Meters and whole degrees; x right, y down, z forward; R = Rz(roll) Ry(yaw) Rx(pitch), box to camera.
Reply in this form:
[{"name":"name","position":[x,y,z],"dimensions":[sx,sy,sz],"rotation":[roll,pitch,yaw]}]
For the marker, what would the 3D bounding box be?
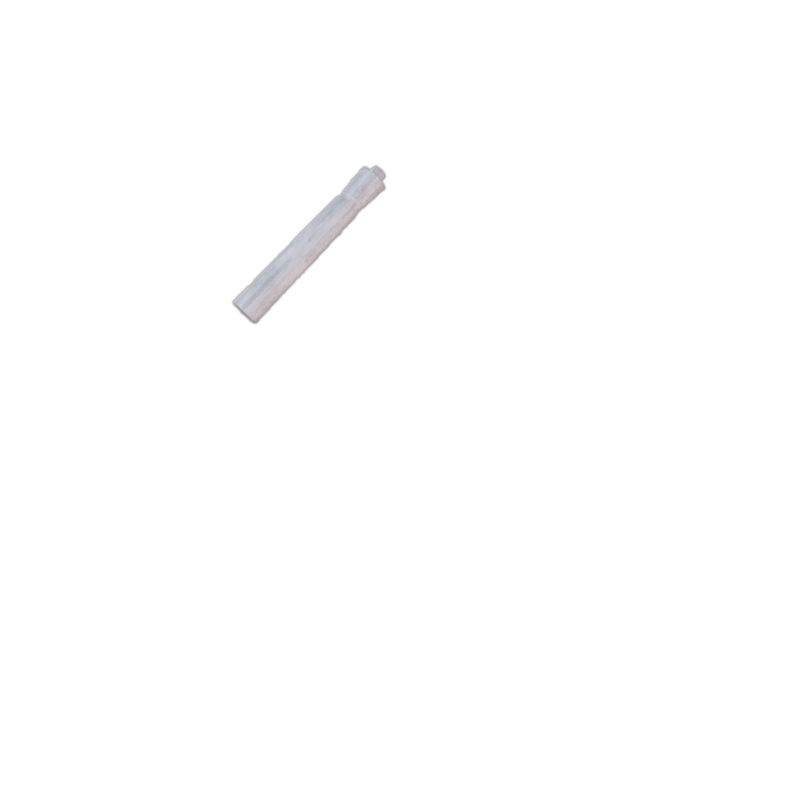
[{"name":"marker","position":[-0.053,-0.096,0.671],"dimensions":[0.020,0.122,0.019],"rotation":[42,-8,3]}]
